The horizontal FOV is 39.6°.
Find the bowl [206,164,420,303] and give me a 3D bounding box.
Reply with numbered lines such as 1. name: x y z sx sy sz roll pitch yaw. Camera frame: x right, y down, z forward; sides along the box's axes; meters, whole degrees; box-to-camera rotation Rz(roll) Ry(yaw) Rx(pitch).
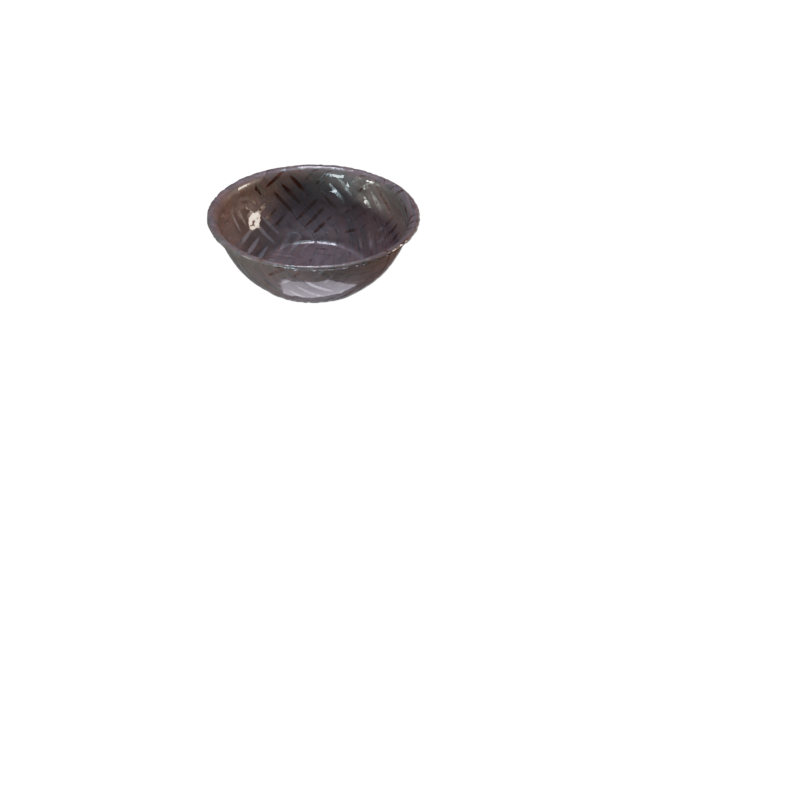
1. bowl: -0.067 -0.122 0.854 0.162 0.052 0.173 -1 36 -2
